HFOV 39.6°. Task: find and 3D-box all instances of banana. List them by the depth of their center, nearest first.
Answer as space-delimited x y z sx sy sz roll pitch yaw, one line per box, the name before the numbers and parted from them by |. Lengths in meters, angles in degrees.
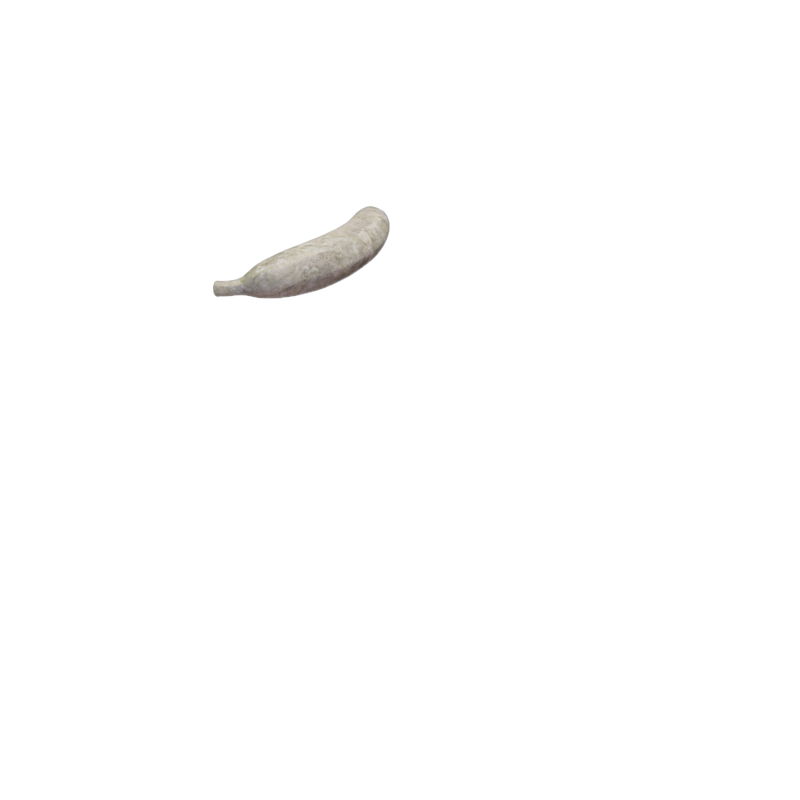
banana | -0.057 -0.120 0.876 0.073 0.035 0.197 19 33 32
